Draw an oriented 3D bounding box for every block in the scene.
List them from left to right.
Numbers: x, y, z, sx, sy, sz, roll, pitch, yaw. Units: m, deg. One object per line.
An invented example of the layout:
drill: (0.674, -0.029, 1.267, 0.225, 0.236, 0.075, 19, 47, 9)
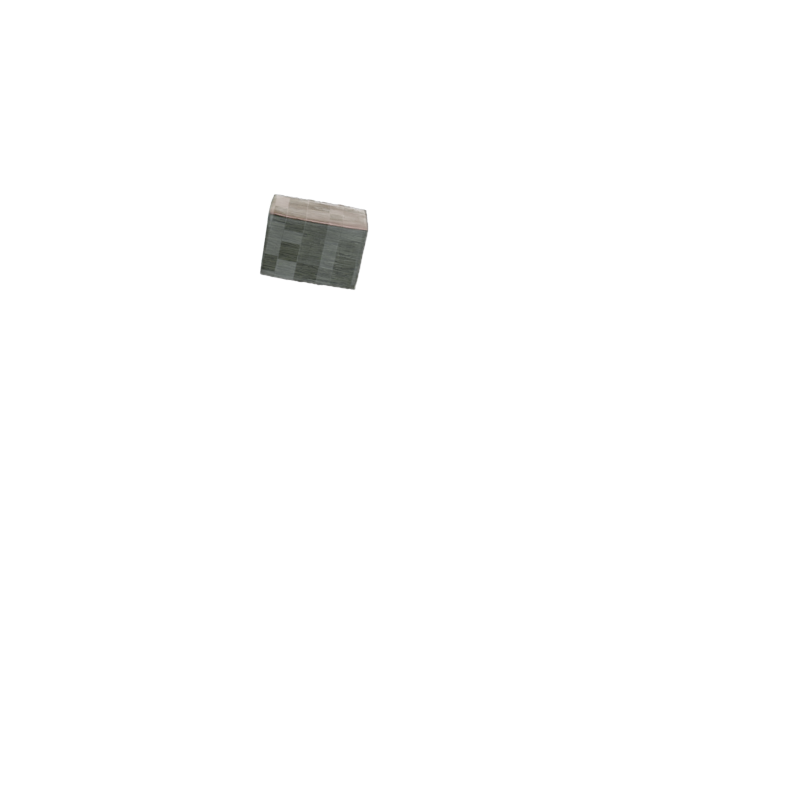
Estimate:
block: (-0.068, -0.124, 0.868, 0.077, 0.051, 0.054, 10, 23, -6)
